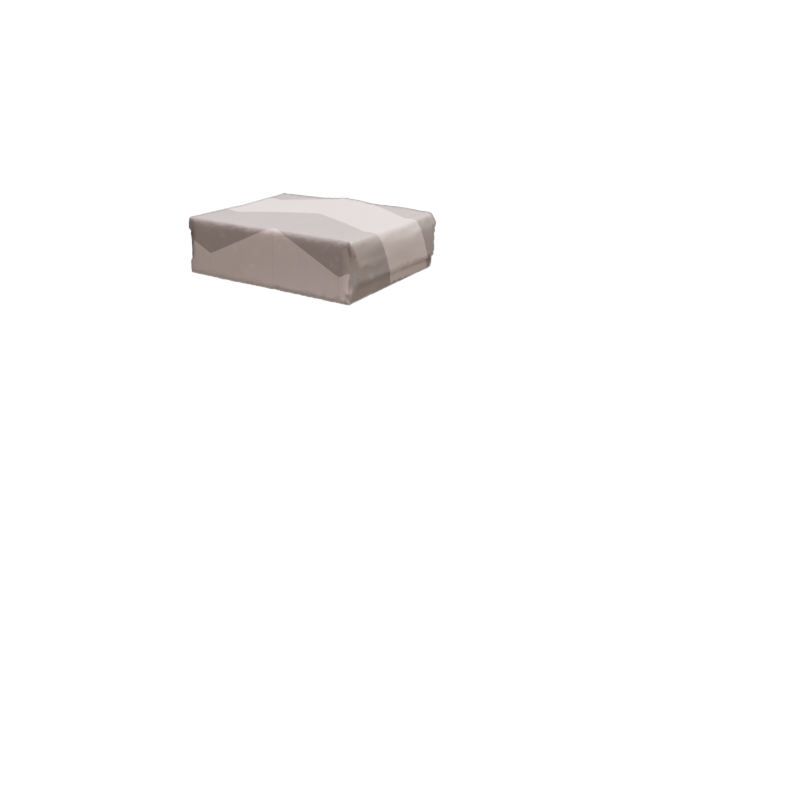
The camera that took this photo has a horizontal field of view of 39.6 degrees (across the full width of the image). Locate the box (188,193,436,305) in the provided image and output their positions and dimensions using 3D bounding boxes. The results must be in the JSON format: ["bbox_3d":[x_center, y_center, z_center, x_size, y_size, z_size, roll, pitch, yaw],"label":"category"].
[{"bbox_3d":[-0.040,-0.072,0.508,0.093,0.029,0.073,13,23,31],"label":"box"}]
